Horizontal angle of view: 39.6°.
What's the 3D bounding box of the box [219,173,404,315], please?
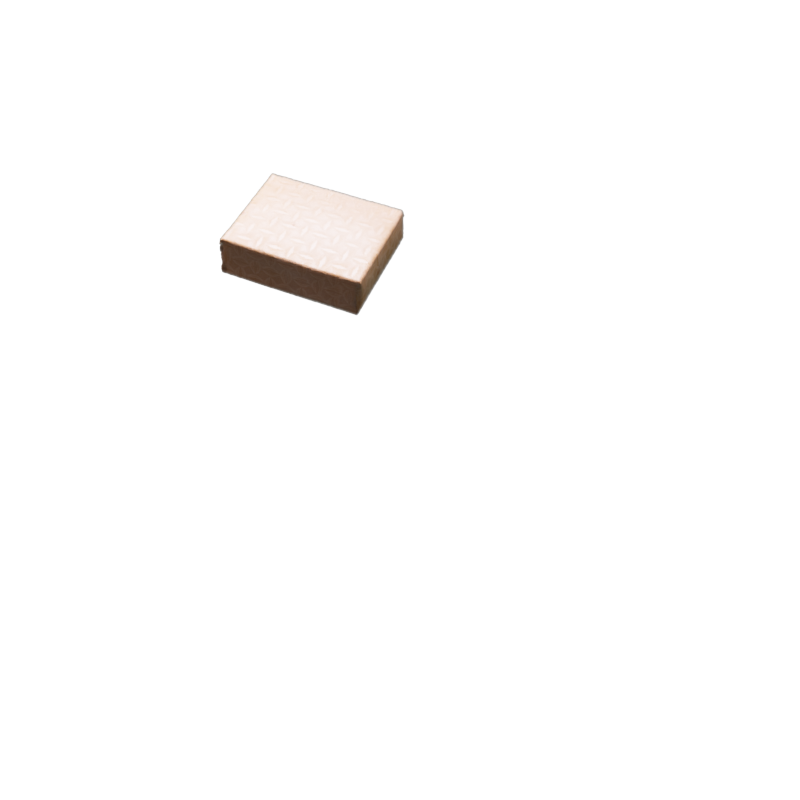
[{"bbox_3d":[-0.064,-0.118,0.823,0.117,0.036,0.093,16,45,16],"label":"box"}]
